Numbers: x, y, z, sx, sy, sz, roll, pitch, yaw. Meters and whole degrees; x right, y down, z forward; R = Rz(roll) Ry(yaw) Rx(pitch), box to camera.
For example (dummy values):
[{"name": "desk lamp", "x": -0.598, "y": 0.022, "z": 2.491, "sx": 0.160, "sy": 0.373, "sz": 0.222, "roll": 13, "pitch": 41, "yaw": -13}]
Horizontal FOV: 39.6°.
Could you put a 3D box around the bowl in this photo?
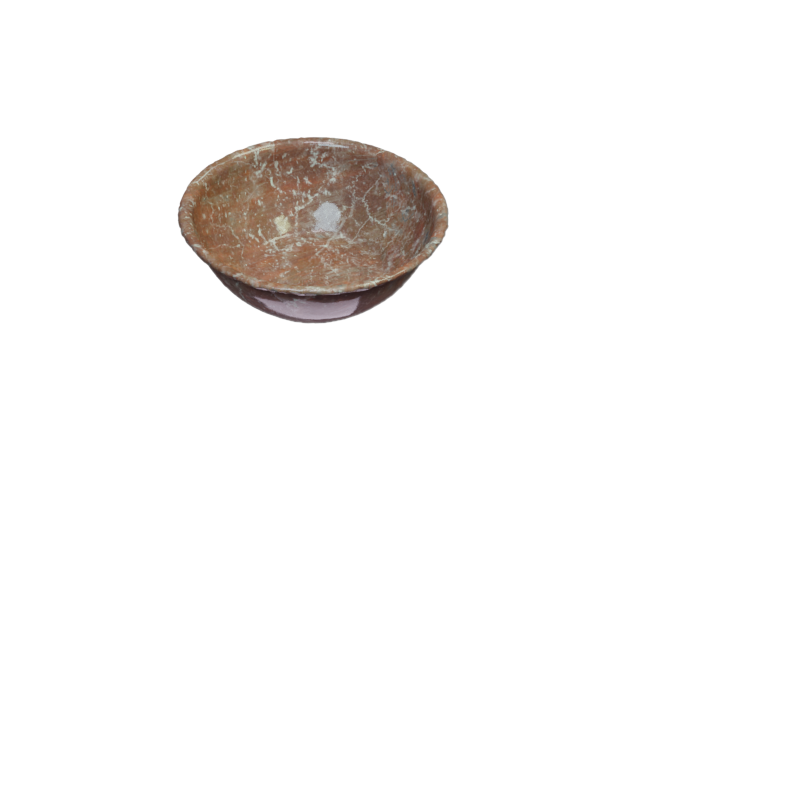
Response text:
[{"name": "bowl", "x": -0.053, "y": -0.097, "z": 0.679, "sx": 0.162, "sy": 0.051, "sz": 0.174, "roll": -1, "pitch": 42, "yaw": -2}]
